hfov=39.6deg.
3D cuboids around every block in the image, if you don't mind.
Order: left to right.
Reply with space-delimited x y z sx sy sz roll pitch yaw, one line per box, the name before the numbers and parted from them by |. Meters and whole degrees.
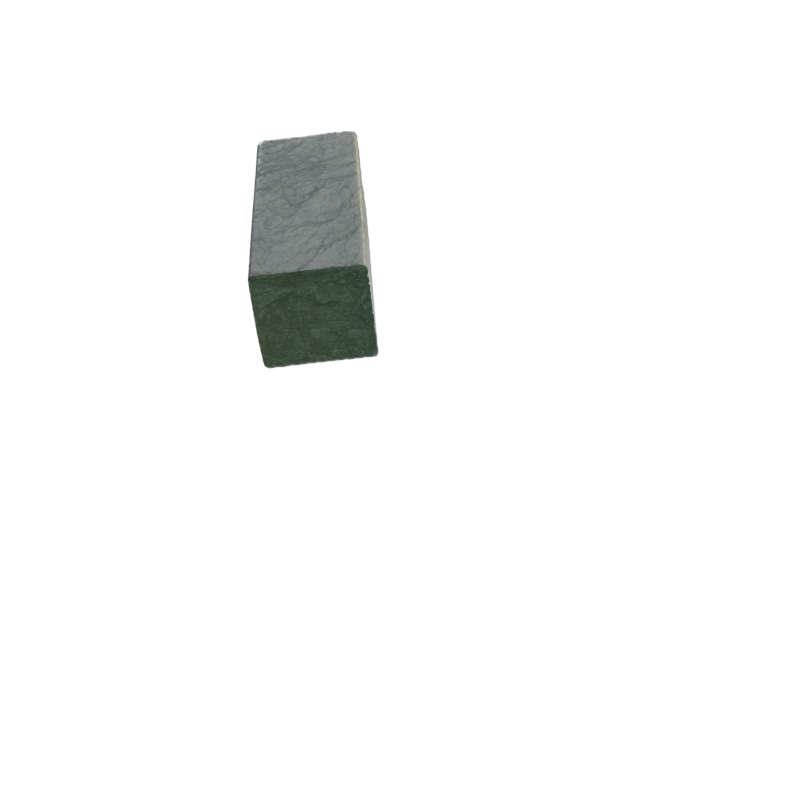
block | -0.072 -0.131 0.911 0.091 0.084 0.221 -7 39 1
